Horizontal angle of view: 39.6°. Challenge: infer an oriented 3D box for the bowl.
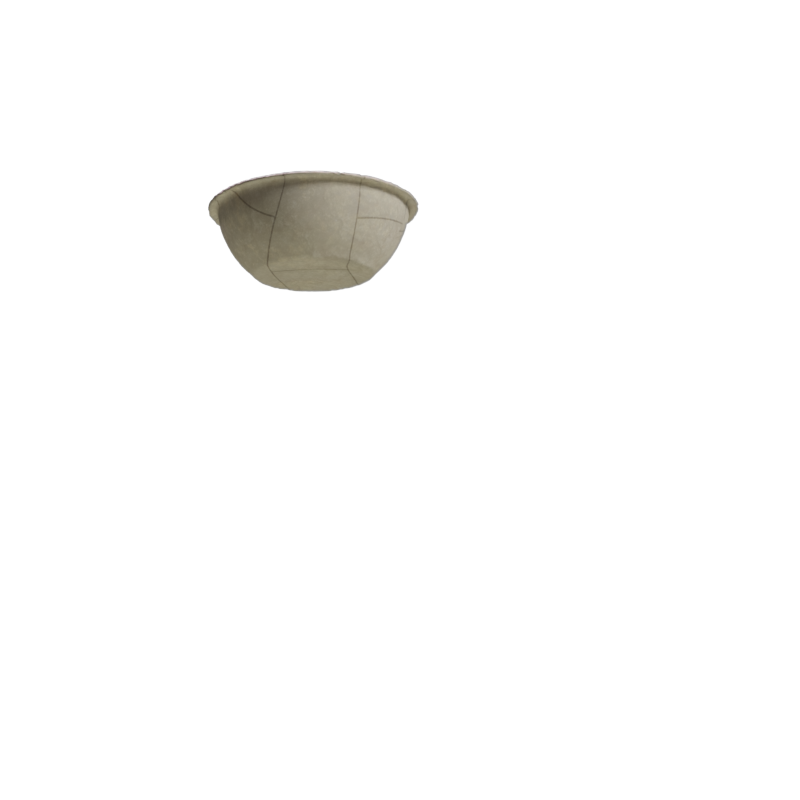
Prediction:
[{"bbox_3d":[-0.066,-0.121,0.847,0.162,0.057,0.157,0,-12,-2],"label":"bowl"}]
